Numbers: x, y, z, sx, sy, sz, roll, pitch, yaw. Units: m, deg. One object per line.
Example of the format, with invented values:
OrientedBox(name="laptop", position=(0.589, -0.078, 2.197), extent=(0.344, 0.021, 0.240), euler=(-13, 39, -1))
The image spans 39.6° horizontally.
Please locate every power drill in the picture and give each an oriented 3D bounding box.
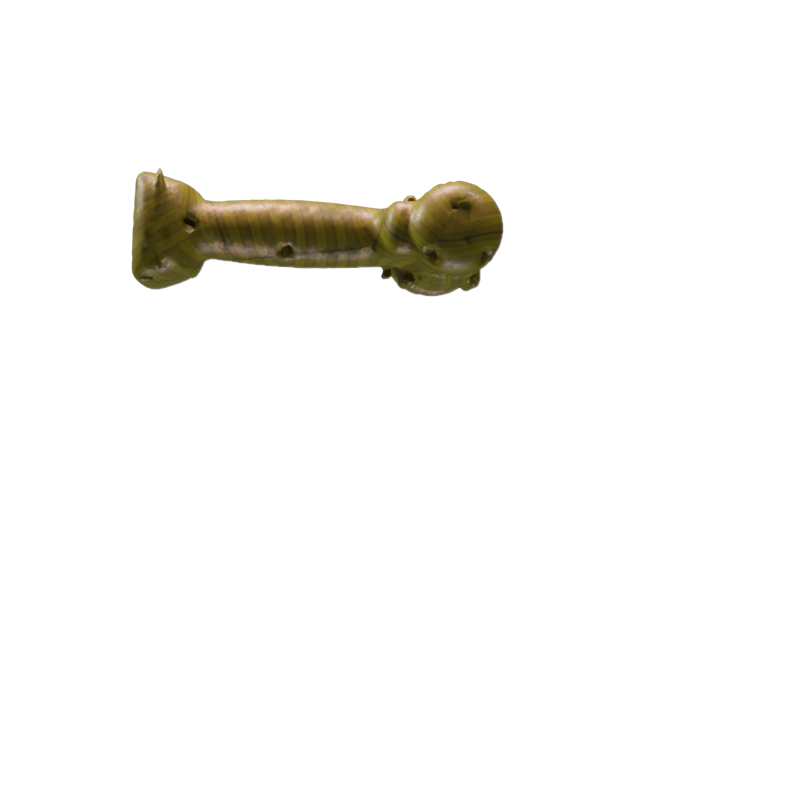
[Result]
OrientedBox(name="power drill", position=(-0.048, -0.087, 0.609), extent=(0.187, 0.058, 0.183), euler=(0, -1, -4))
